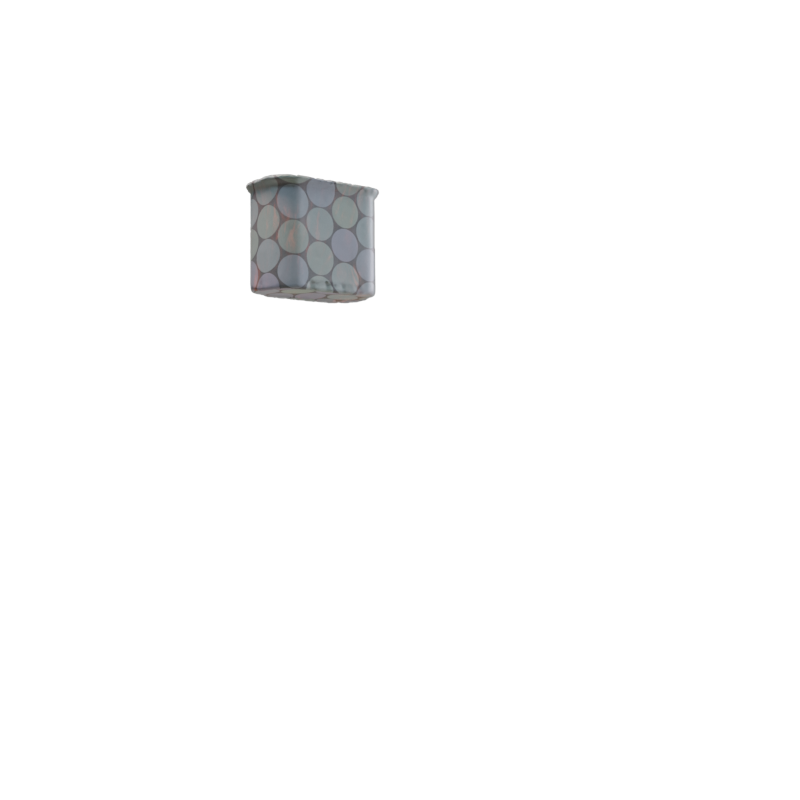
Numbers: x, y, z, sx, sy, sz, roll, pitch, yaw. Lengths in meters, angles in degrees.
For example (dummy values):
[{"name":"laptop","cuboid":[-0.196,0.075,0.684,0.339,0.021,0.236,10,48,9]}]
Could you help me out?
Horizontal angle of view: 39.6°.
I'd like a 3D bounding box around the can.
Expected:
[{"name":"can","cuboid":[-0.066,-0.119,0.836,0.097,0.086,0.059,4,-9,-38]}]
